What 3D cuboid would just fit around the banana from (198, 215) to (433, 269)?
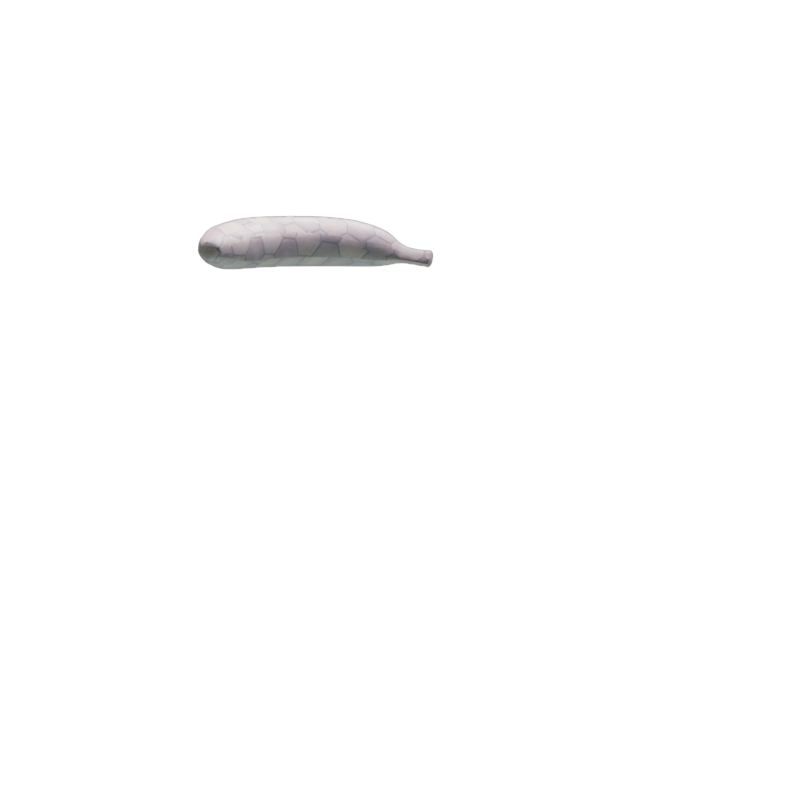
[{"bbox_3d":[-0.069,-0.110,0.769,0.191,0.036,0.073,-7,9,-40],"label":"banana"}]
